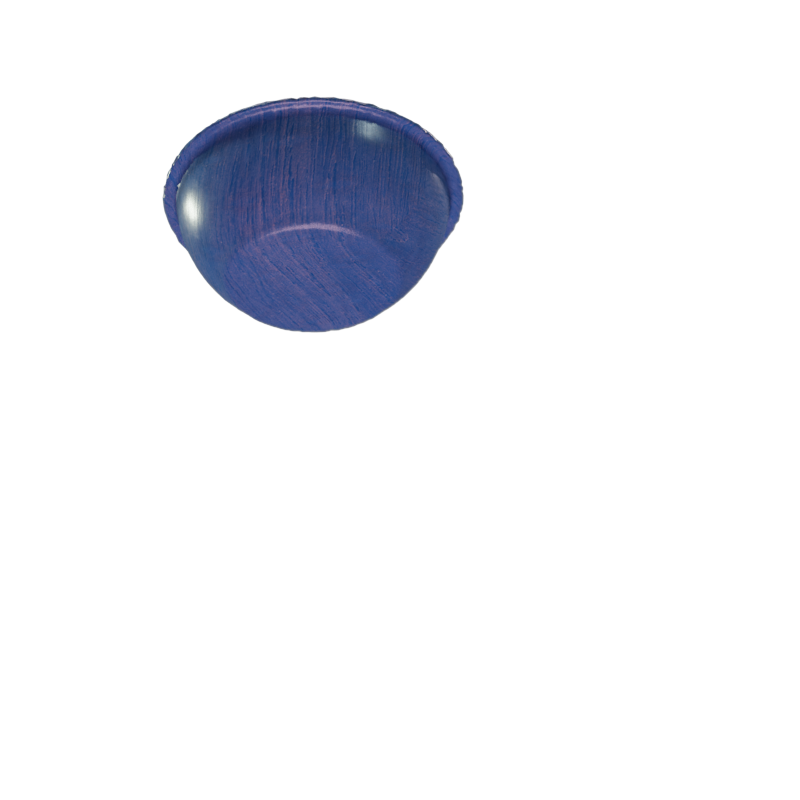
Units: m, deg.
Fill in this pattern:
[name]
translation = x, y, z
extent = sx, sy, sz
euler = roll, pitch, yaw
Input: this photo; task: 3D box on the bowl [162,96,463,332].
[bowl]
translation = -0.046, -0.083, 0.584
extent = 0.162, 0.059, 0.151
euler = 1, -34, -2
